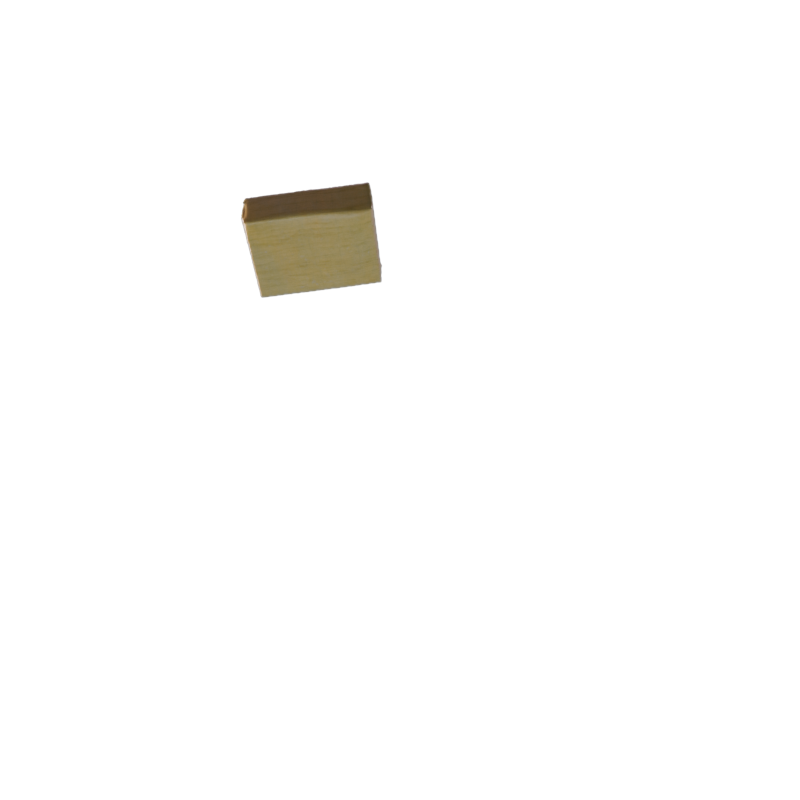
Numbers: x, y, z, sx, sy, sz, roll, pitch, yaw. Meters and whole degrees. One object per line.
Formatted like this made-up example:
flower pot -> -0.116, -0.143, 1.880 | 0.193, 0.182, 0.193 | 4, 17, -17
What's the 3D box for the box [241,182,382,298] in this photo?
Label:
box -> -0.076, -0.139, 0.972 | 0.114, 0.083, 0.042 | -5, 44, 4
